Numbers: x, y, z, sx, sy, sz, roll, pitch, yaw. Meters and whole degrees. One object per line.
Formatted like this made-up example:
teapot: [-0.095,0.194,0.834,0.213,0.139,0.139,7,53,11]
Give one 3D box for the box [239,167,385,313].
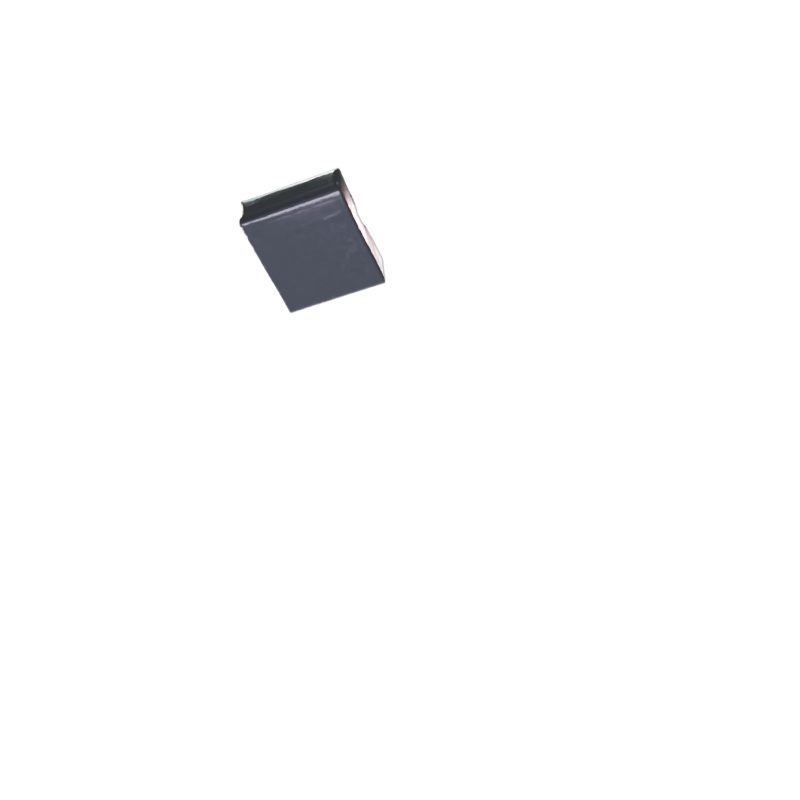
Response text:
box: [-0.060,-0.109,0.763,0.073,0.083,0.032,-18,38,13]
